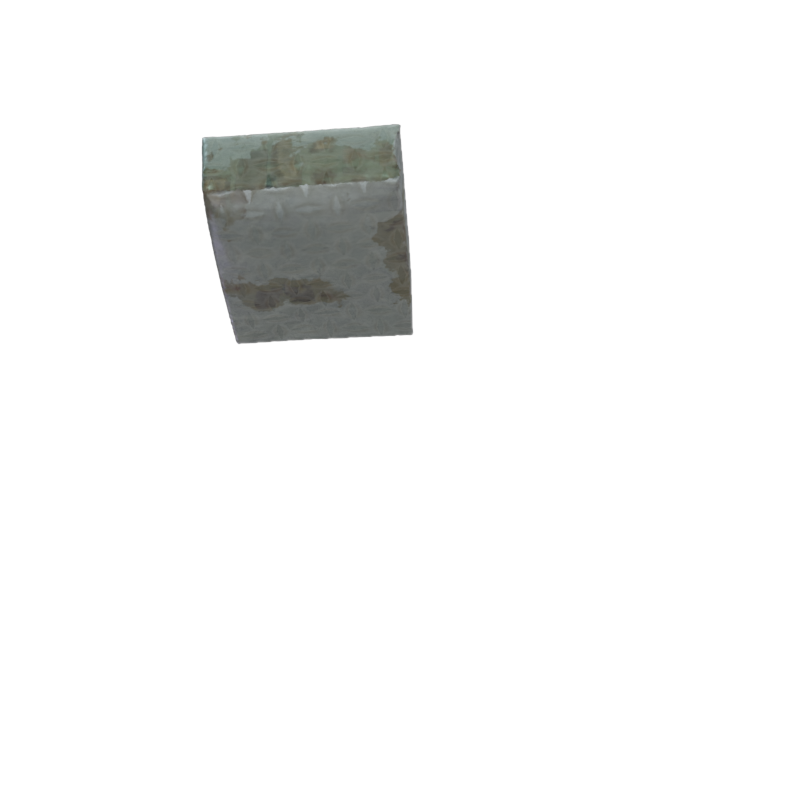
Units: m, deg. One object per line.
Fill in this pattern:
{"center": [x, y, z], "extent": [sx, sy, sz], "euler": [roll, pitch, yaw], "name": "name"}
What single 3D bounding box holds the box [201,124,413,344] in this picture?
{"center": [-0.041, -0.074, 0.518], "extent": [0.090, 0.042, 0.105], "euler": [-3, -36, 3], "name": "box"}
